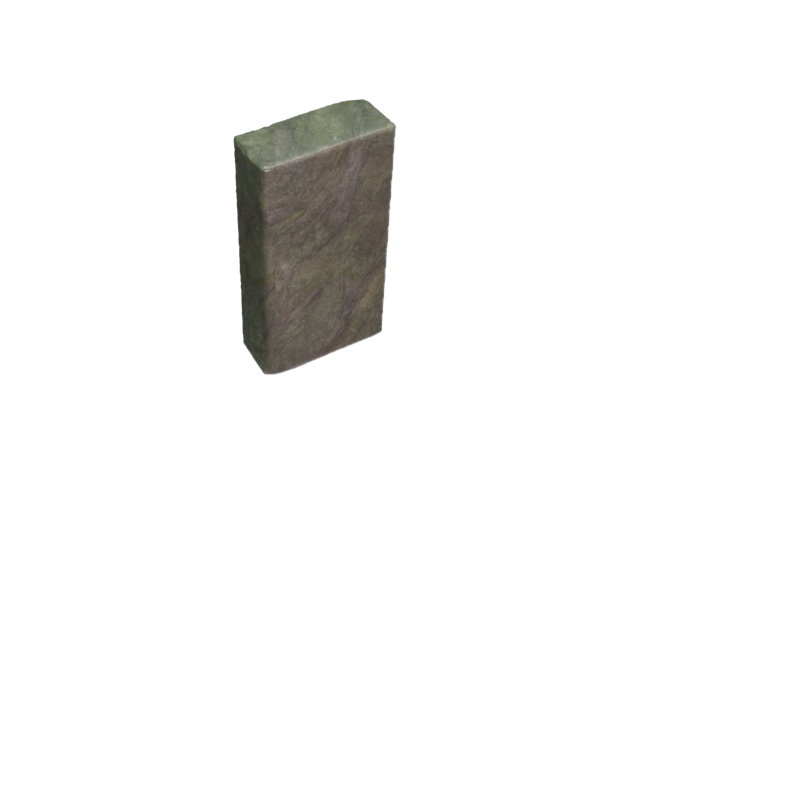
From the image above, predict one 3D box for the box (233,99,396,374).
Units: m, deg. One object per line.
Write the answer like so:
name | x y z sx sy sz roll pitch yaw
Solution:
box | -0.055 -0.101 0.709 0.092 0.164 0.052 -22 48 -25
